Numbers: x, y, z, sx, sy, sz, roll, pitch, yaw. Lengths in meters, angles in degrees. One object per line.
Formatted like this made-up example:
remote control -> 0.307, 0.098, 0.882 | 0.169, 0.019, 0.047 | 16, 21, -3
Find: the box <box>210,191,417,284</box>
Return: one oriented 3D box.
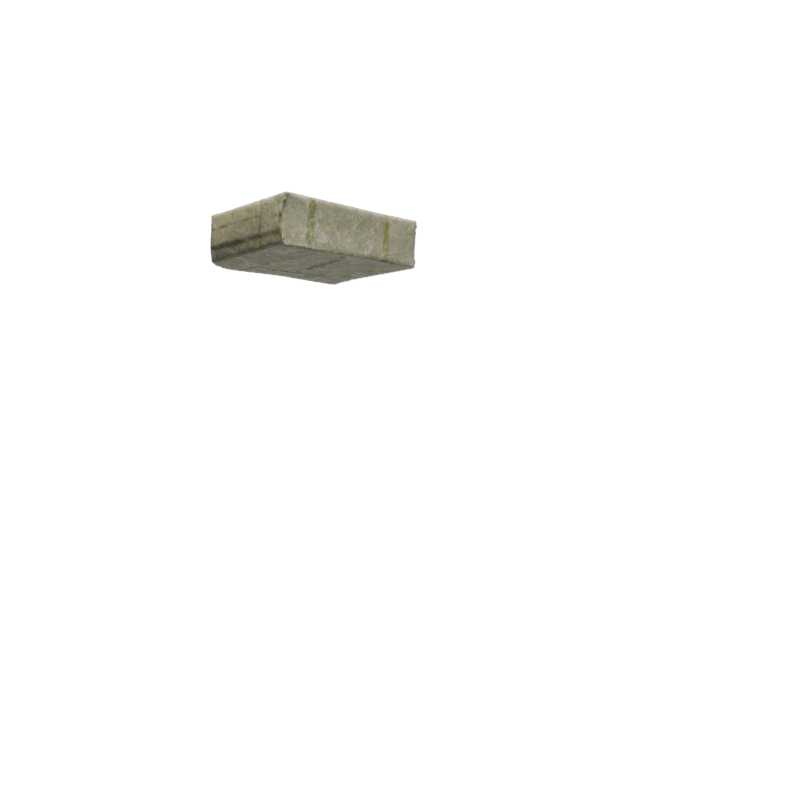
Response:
box -> -0.059, -0.107, 0.753 | 0.108, 0.040, 0.092 | 4, -7, -39
